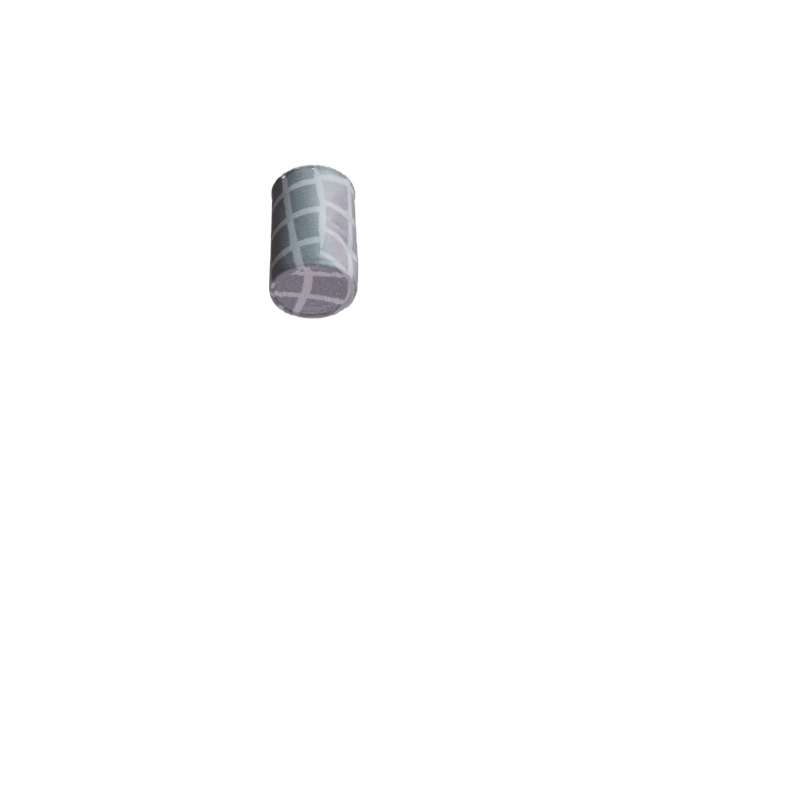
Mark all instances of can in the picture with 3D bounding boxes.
[{"bbox_3d":[-0.067,-0.123,0.861,0.068,0.110,0.064,-1,-37,-3],"label":"can"}]
